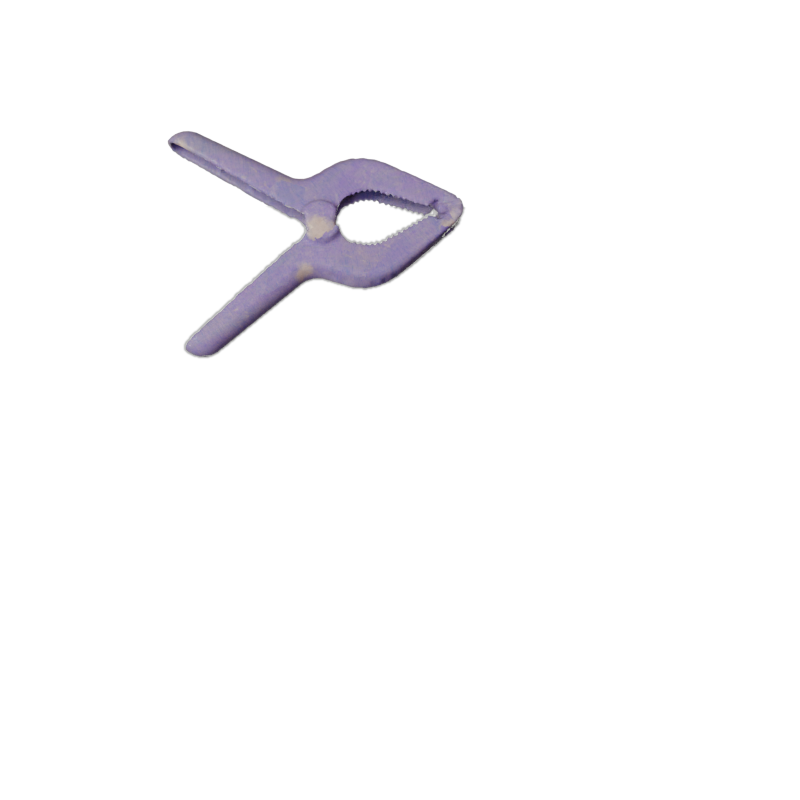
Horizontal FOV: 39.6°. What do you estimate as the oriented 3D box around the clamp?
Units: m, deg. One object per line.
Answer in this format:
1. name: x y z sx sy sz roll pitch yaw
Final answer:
1. clamp: -0.061 -0.111 0.778 0.210 0.171 0.035 0 -16 0
